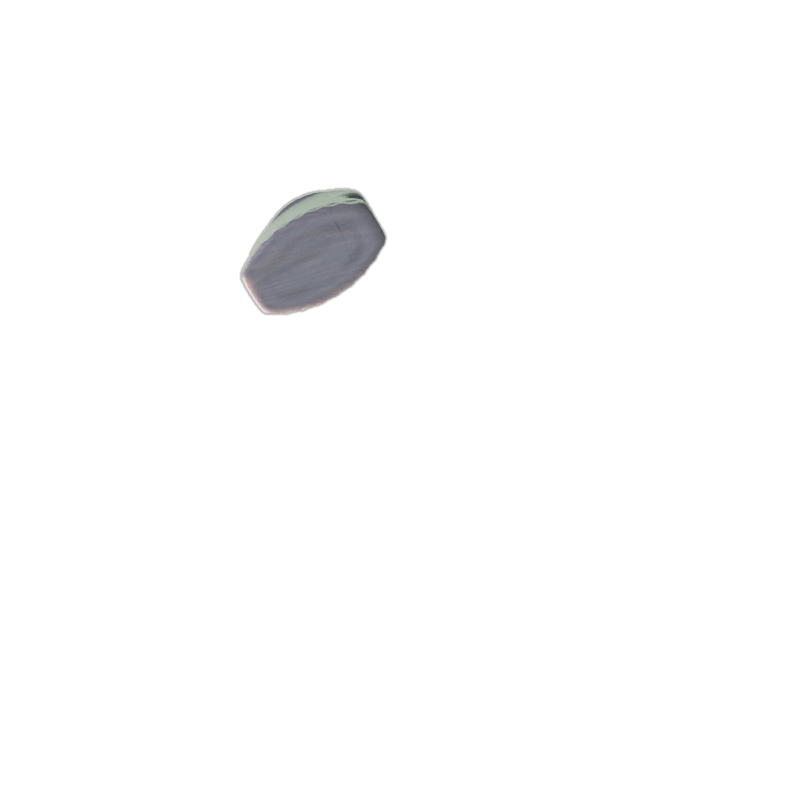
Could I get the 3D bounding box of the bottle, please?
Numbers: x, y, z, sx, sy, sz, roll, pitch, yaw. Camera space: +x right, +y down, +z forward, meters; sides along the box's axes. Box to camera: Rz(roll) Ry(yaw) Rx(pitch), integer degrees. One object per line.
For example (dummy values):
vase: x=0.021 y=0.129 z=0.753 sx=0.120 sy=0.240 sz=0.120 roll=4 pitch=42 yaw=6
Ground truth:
bottle: x=-0.063 y=-0.115 z=0.801 sx=0.096 sy=0.057 sz=0.197 roll=-33 pitch=14 yaw=4
